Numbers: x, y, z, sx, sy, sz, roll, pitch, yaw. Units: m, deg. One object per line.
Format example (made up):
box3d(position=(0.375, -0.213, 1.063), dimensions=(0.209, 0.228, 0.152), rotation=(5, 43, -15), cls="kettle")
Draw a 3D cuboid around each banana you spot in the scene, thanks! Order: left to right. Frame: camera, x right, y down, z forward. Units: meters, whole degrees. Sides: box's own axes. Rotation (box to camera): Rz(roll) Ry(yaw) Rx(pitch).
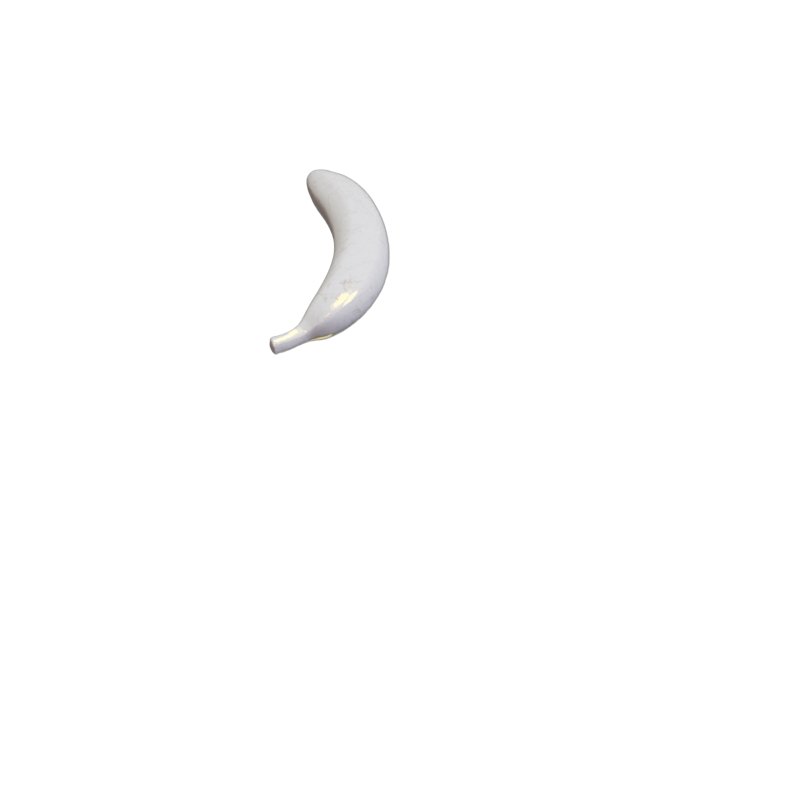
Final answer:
box3d(position=(-0.041, -0.104, 0.751), dimensions=(0.070, 0.034, 0.210), rotation=(3, 40, 3), cls="banana")
